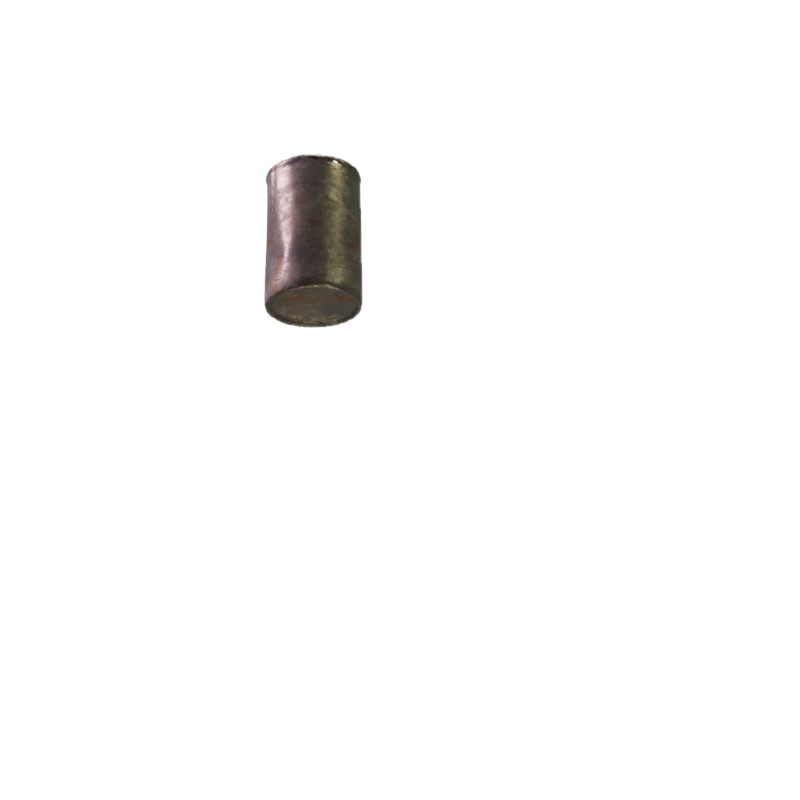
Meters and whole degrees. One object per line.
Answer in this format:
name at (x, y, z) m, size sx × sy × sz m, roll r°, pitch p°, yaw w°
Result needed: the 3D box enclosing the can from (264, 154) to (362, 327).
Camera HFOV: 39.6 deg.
can at (-0.060, -0.110, 0.768) m, size 0.068 × 0.108 × 0.065 m, roll 0°, pitch -26°, yaw -2°
